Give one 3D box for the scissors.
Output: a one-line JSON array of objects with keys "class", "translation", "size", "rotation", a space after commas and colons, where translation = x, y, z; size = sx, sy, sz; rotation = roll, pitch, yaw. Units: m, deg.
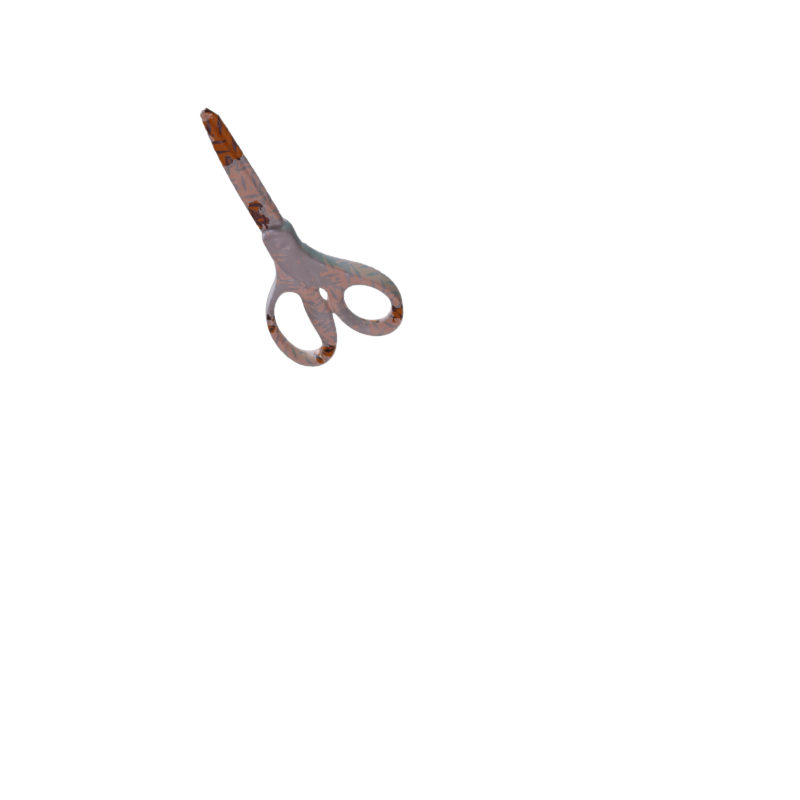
[{"class": "scissors", "translation": [-0.052, -0.094, 0.660], "size": [0.097, 0.187, 0.017], "rotation": [-4, 44, 4]}]
